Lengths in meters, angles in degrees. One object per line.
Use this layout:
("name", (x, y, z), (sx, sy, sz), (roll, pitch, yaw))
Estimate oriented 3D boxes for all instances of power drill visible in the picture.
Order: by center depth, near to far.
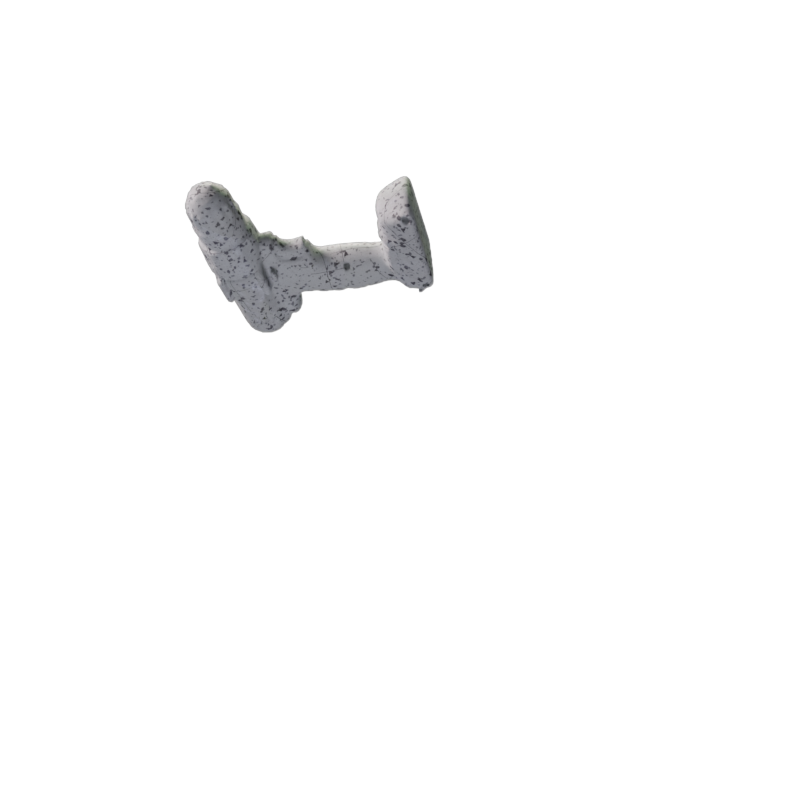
("power drill", (-0.074, -0.135, 0.949), (0.190, 0.061, 0.170), (-9, -34, 13))
